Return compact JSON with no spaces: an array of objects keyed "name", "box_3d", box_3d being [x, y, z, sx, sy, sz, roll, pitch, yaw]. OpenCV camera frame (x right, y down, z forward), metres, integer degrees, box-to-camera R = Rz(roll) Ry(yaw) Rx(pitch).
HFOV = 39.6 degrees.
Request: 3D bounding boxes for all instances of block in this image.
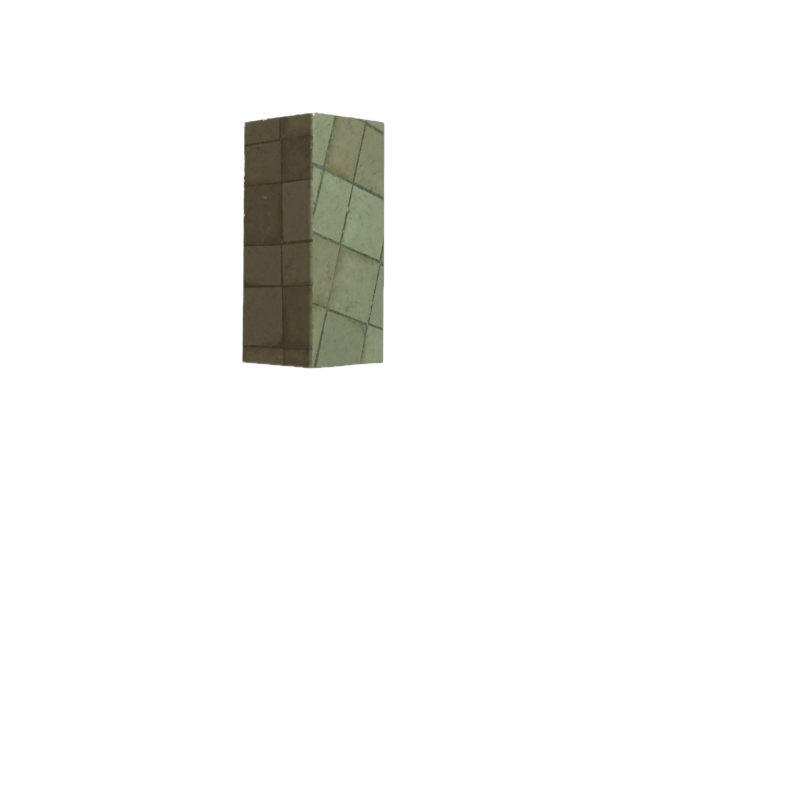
[{"name":"block","box_3d":[-0.073,-0.135,0.947,0.094,0.207,0.087,0,-1,44]}]
